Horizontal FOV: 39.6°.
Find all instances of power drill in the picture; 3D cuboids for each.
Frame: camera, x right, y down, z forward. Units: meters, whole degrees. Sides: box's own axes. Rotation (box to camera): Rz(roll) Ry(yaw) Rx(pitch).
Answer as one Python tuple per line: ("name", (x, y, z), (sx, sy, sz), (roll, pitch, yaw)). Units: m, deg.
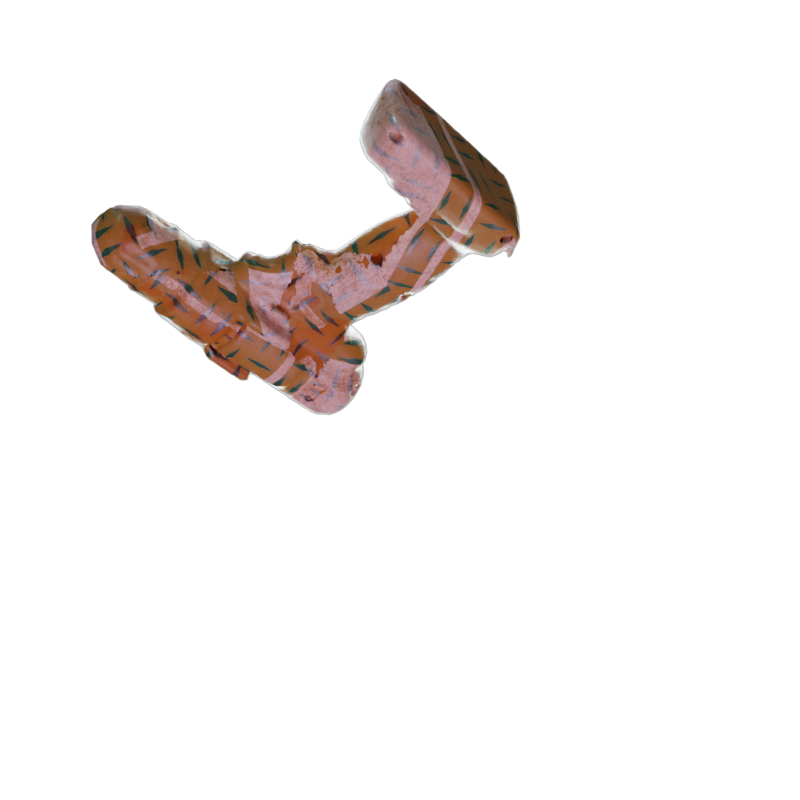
("power drill", (-0.047, -0.085, 0.595), (0.186, 0.062, 0.173), (-35, -55, 29))
